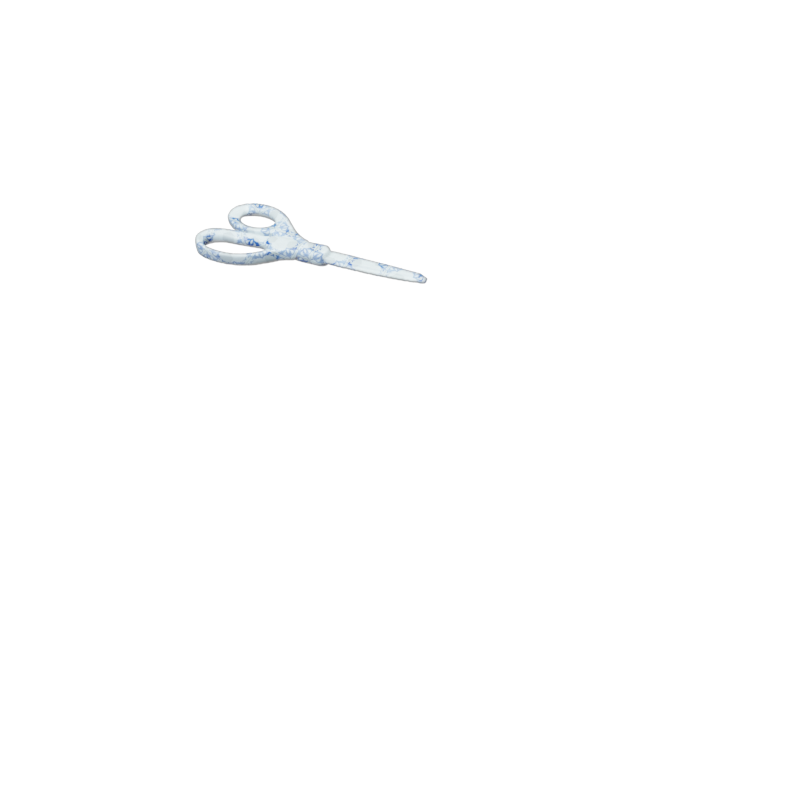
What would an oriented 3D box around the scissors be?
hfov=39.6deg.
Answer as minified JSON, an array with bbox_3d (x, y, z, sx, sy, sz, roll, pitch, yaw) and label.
[{"bbox_3d":[-0.075,-0.137,0.962,0.204,0.015,0.102,5,39,6],"label":"scissors"}]
